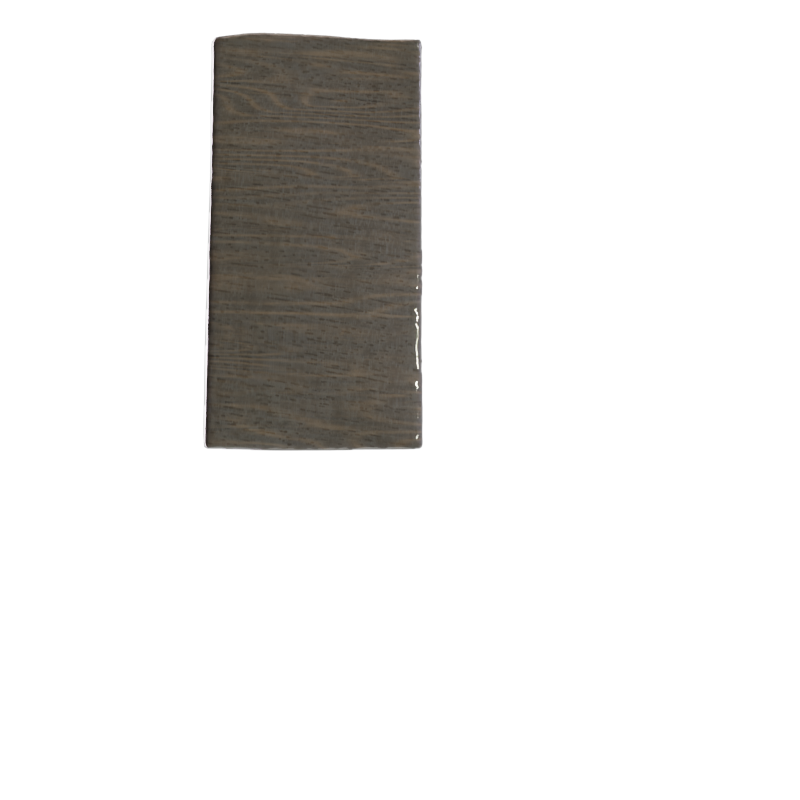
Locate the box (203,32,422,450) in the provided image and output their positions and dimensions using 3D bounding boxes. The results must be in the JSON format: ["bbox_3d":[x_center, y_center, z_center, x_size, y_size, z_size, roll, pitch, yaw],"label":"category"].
[{"bbox_3d":[-0.038,-0.069,0.482,0.093,0.178,0.048,0,-4,-6],"label":"box"}]
